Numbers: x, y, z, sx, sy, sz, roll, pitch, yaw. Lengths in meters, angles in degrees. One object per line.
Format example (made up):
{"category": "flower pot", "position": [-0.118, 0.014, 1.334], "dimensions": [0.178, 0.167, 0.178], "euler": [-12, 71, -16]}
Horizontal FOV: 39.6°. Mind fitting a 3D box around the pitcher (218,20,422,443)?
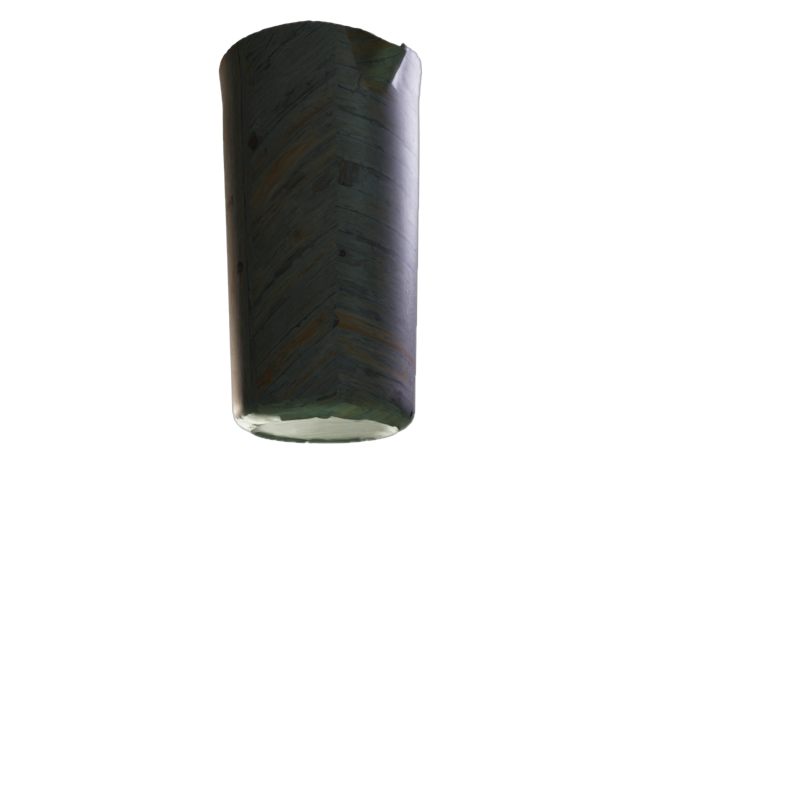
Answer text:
{"category": "pitcher", "position": [-0.055, -0.100, 0.698], "dimensions": [0.146, 0.254, 0.142], "euler": [-3, -17, 8]}
